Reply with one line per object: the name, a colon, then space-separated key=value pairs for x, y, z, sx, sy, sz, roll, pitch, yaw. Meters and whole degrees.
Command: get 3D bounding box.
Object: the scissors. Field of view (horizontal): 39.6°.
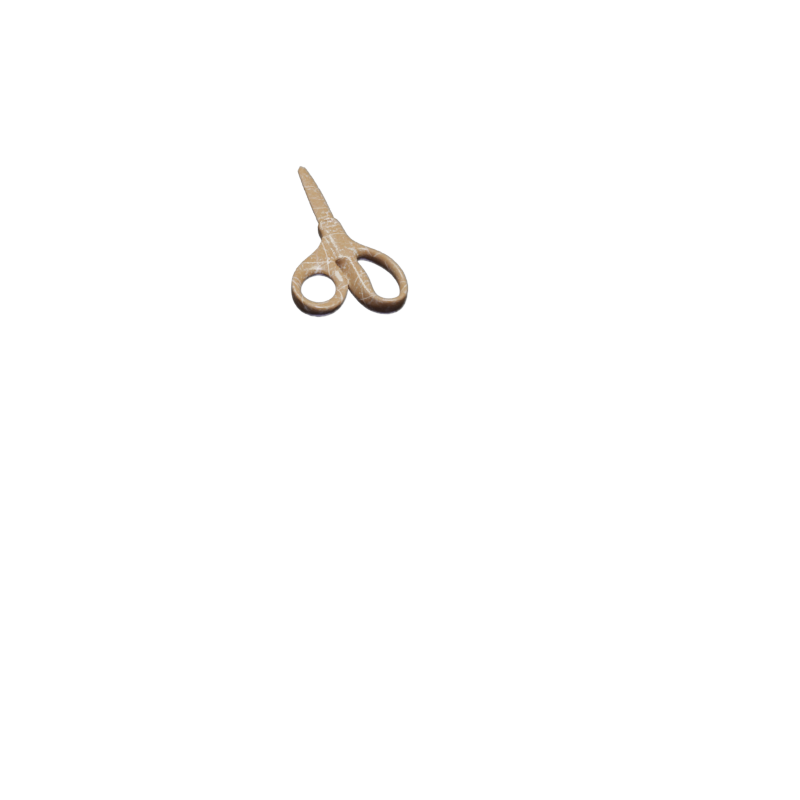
scissors: x=-0.069 y=-0.126 z=0.885 sx=0.095 sy=0.015 sz=0.218 roll=-21 pitch=46 yaw=-23
